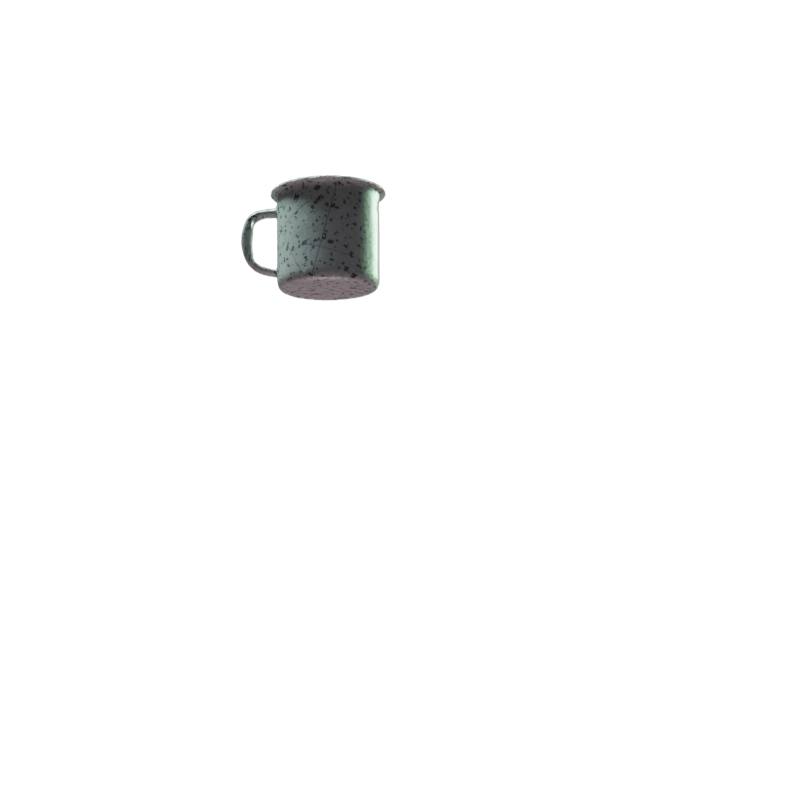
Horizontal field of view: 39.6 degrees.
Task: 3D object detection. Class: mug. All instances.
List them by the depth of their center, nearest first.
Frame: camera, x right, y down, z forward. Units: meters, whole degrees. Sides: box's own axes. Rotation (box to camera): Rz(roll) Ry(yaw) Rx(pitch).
[{"bbox_3d":[-0.070,-0.127,0.890,0.118,0.084,0.090,-1,-11,3],"label":"mug"}]
